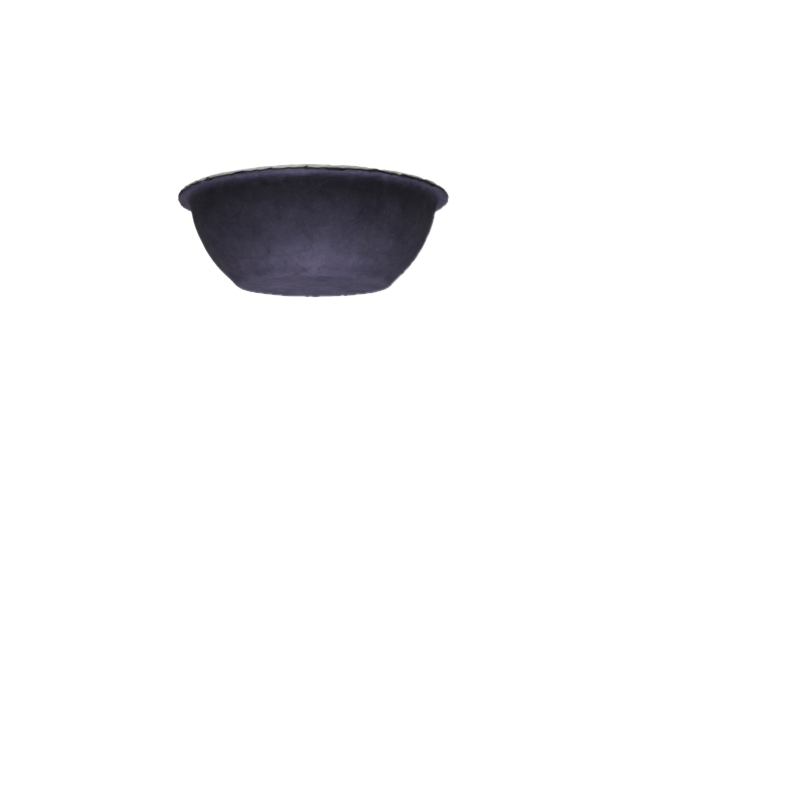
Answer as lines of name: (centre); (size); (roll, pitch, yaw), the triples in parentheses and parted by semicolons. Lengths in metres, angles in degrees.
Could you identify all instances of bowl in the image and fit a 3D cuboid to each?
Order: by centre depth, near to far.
bowl: (-0.052, -0.094, 0.661); (0.162, 0.056, 0.160); (0, -3, -2)
